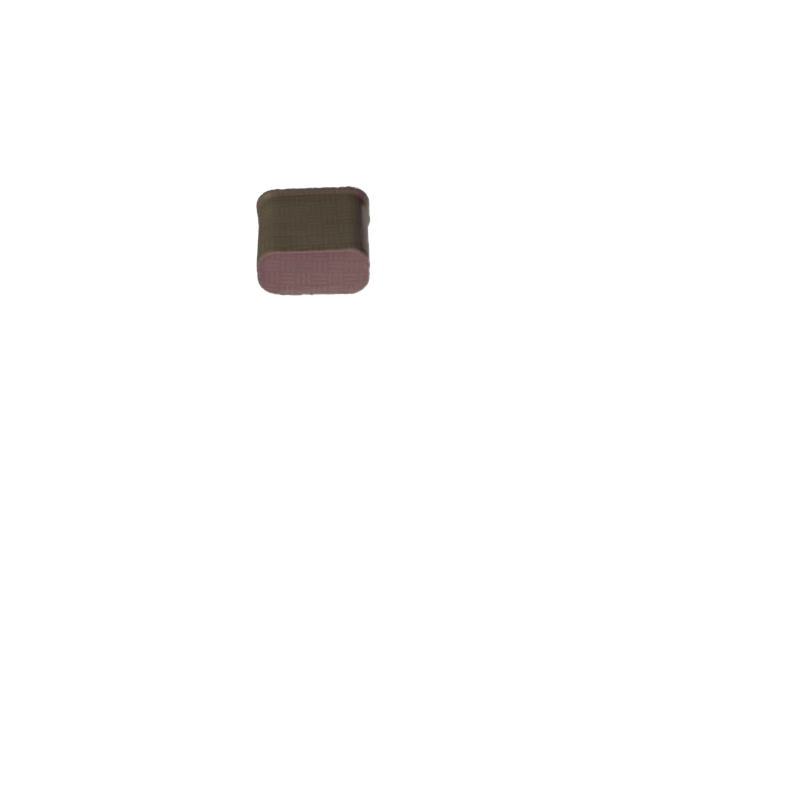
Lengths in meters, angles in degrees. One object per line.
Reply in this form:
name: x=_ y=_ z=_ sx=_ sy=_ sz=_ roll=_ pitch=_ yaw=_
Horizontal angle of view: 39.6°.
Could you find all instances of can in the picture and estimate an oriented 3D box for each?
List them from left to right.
can: x=-0.076 y=-0.138 z=0.970 sx=0.102 sy=0.053 sz=0.090 roll=-2 pitch=44 yaw=0
